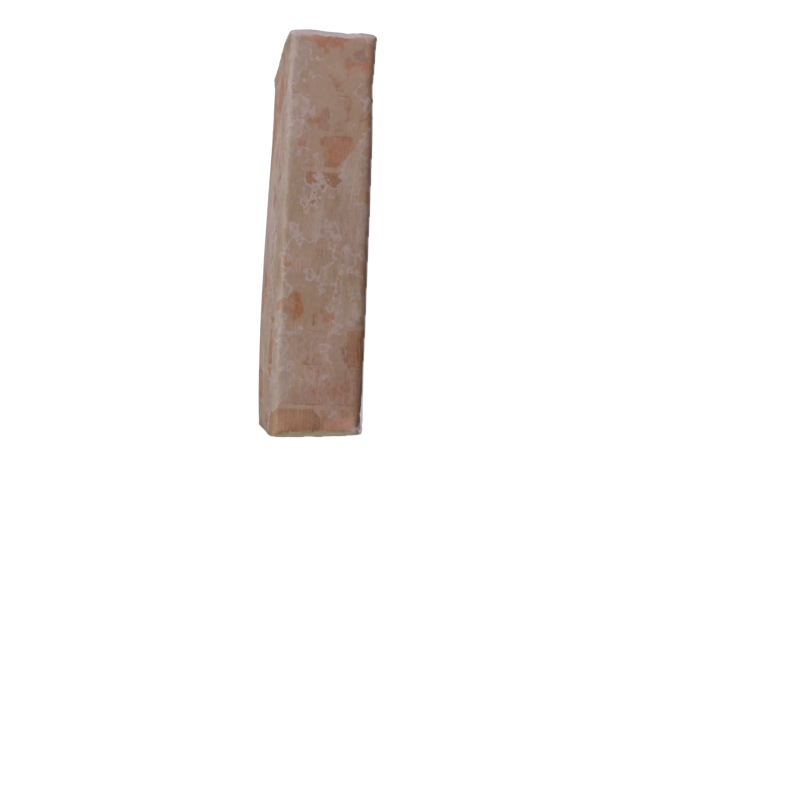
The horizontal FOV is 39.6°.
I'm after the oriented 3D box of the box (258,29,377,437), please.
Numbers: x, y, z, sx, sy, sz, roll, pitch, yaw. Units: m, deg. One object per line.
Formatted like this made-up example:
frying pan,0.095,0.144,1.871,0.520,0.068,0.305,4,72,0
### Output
box,-0.041,-0.074,0.516,0.047,0.179,0.093,1,-5,-10
